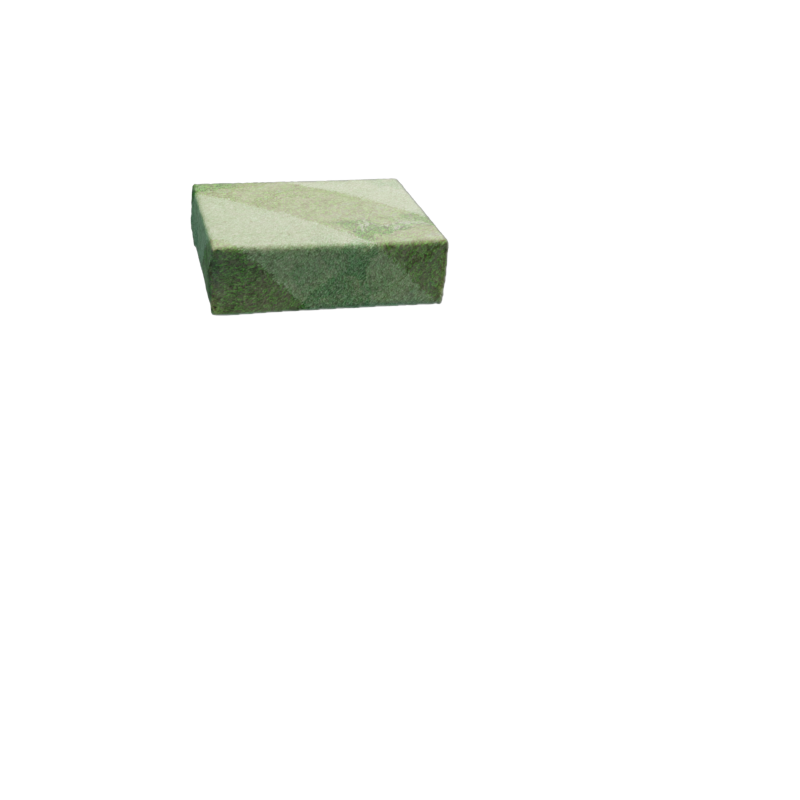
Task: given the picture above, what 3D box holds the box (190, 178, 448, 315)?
[{"bbox_3d":[-0.043,-0.078,0.545,0.112,0.037,0.096,-6,28,-12],"label":"box"}]
